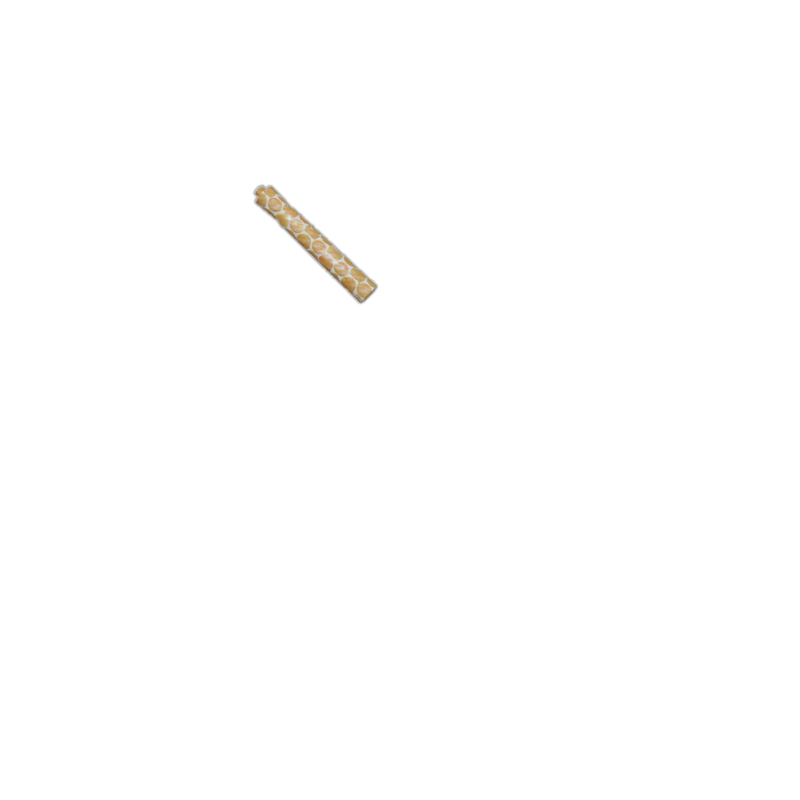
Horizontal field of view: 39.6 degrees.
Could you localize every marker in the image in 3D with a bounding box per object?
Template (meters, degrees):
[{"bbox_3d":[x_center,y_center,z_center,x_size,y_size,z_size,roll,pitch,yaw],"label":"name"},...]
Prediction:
[{"bbox_3d":[-0.067,-0.123,0.859,0.124,0.020,0.019,44,11,10],"label":"marker"}]
